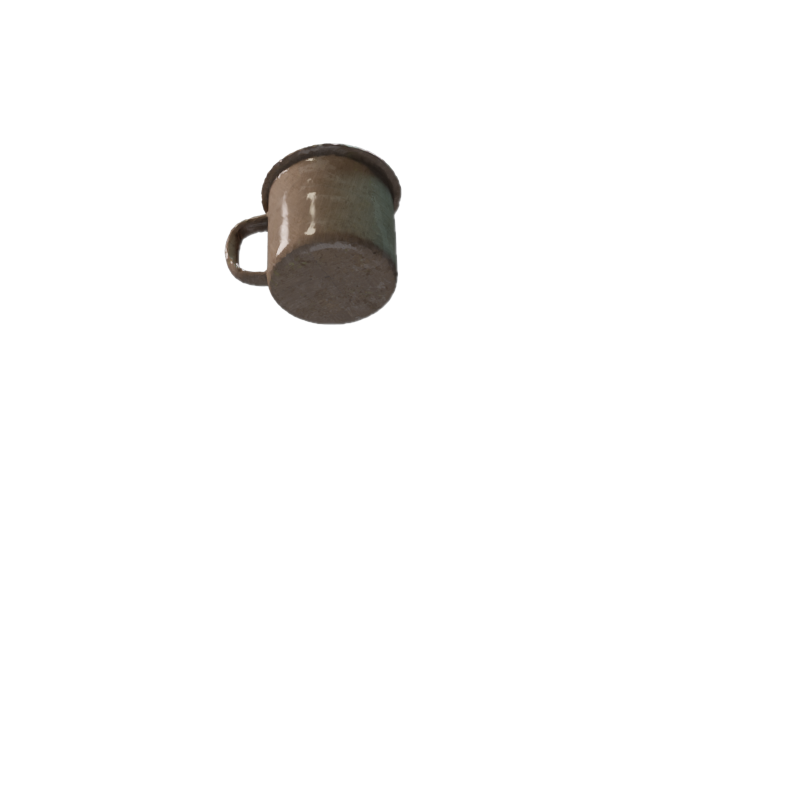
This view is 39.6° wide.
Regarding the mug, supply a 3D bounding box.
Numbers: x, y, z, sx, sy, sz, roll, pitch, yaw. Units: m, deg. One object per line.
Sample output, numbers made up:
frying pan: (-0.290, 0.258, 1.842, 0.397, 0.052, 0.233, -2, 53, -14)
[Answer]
mug: (-0.056, -0.101, 0.709, 0.118, 0.087, 0.086, -7, -40, 7)
